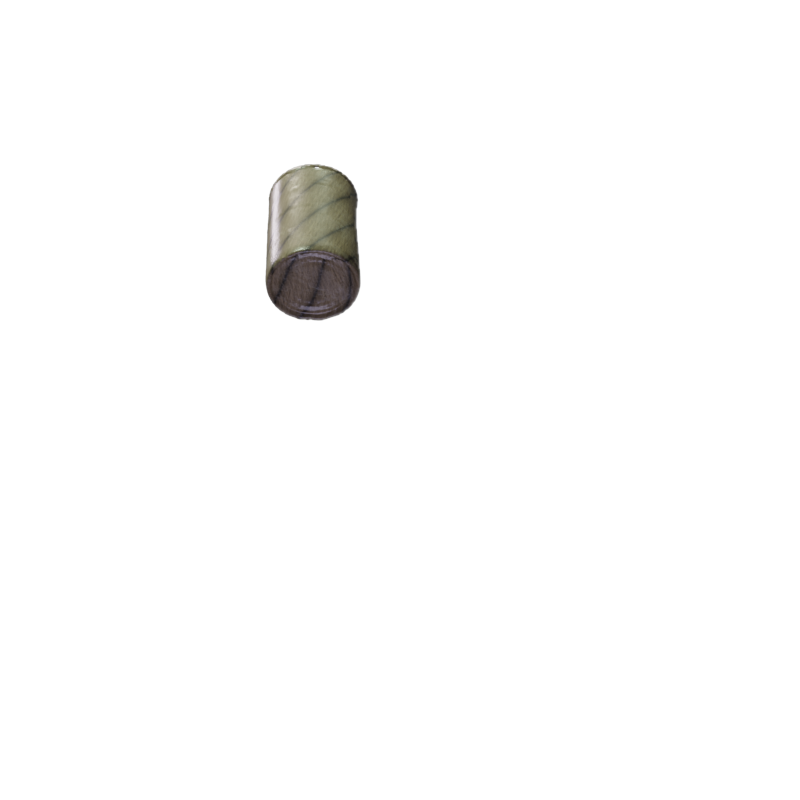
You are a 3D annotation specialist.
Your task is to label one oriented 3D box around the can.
[{"bbox_3d":[-0.063,-0.115,0.804,0.068,0.064,0.110,-1,42,-3],"label":"can"}]
